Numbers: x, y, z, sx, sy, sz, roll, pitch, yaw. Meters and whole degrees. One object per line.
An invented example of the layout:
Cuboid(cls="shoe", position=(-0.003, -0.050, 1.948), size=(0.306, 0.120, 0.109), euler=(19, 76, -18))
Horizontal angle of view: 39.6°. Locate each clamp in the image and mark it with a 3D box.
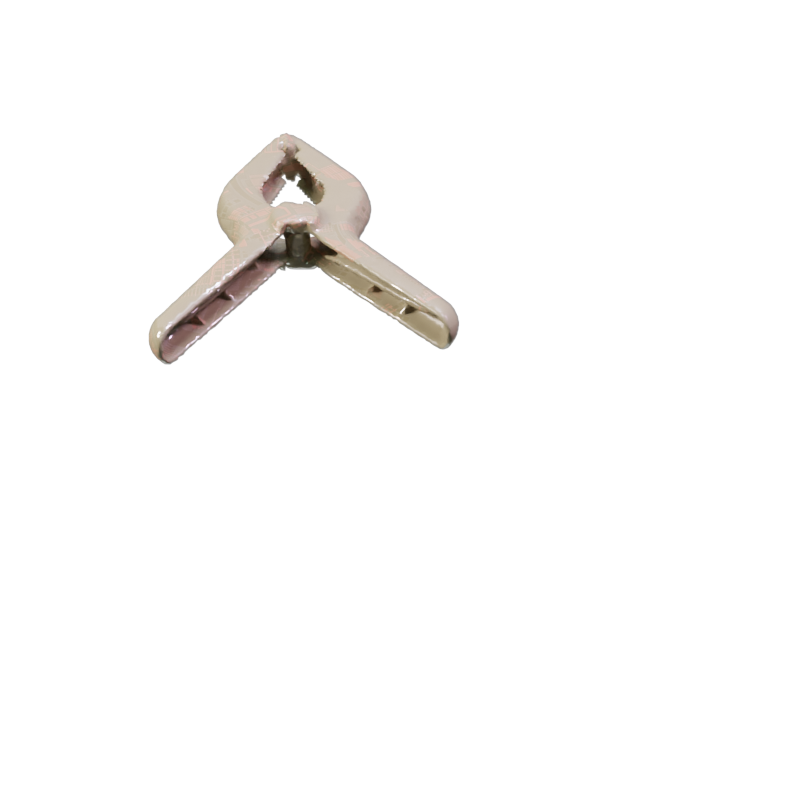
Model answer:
Cuboid(cls="clamp", position=(-0.052, -0.094, 0.660), size=(0.165, 0.034, 0.224), euler=(1, 40, 1))
